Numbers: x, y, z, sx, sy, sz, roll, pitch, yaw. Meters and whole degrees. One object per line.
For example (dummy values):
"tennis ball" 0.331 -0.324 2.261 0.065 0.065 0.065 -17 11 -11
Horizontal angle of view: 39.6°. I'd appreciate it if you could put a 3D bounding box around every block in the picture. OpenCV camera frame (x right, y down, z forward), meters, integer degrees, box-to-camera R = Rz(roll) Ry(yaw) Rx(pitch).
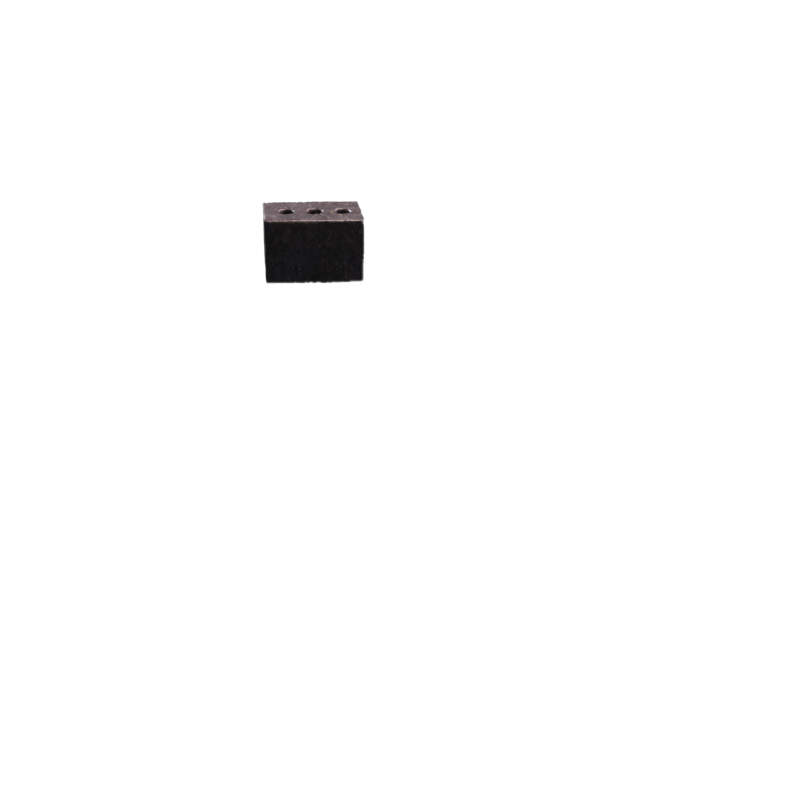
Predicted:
"block" -0.067 -0.123 0.862 0.077 0.049 0.055 -1 21 -5
